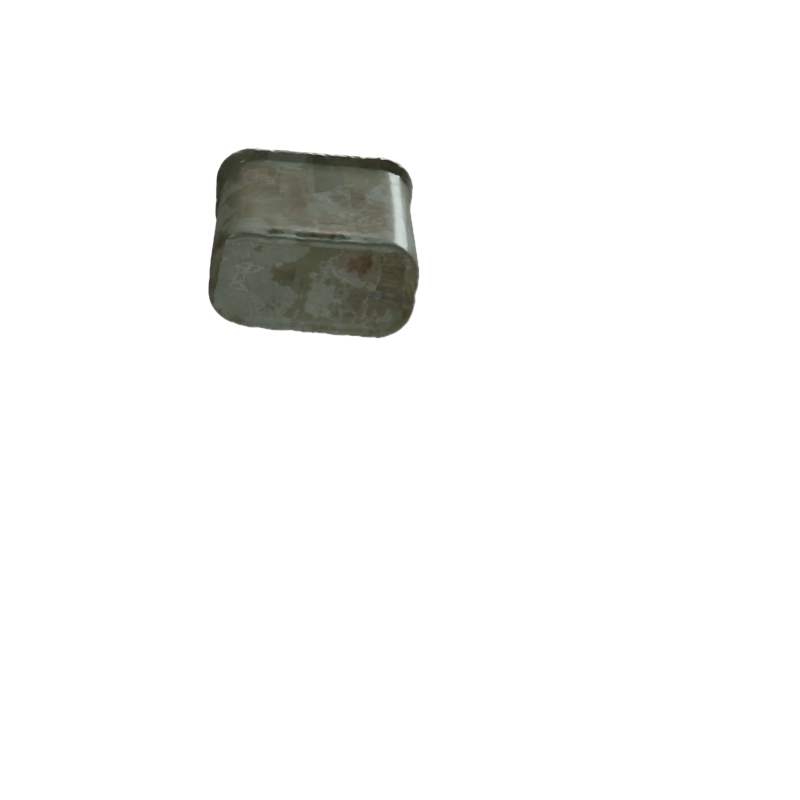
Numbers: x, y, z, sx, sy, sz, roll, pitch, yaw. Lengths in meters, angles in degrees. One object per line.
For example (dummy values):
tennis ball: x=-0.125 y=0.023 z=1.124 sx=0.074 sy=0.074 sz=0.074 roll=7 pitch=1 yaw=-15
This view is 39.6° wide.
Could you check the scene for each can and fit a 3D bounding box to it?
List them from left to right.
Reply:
can: x=-0.042 y=-0.077 z=0.543 sx=0.101 sy=0.054 sz=0.089 roll=3 pitch=35 yaw=-4
